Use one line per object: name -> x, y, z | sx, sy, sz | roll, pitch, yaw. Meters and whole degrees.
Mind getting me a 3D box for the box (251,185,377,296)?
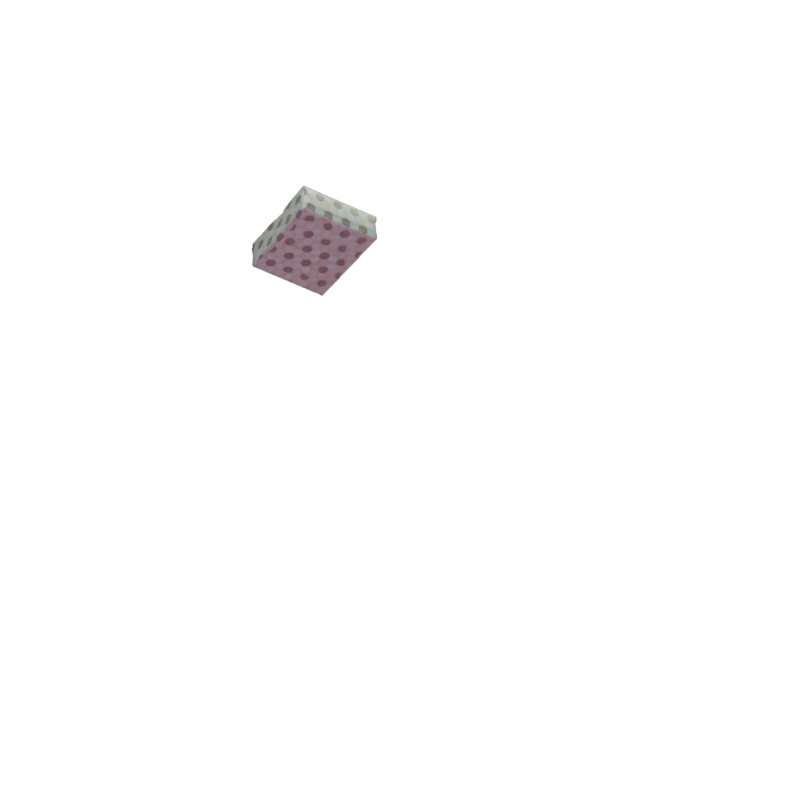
box -> -0.074, -0.134, 0.941 | 0.070, 0.032, 0.087 | 22, -43, -26
